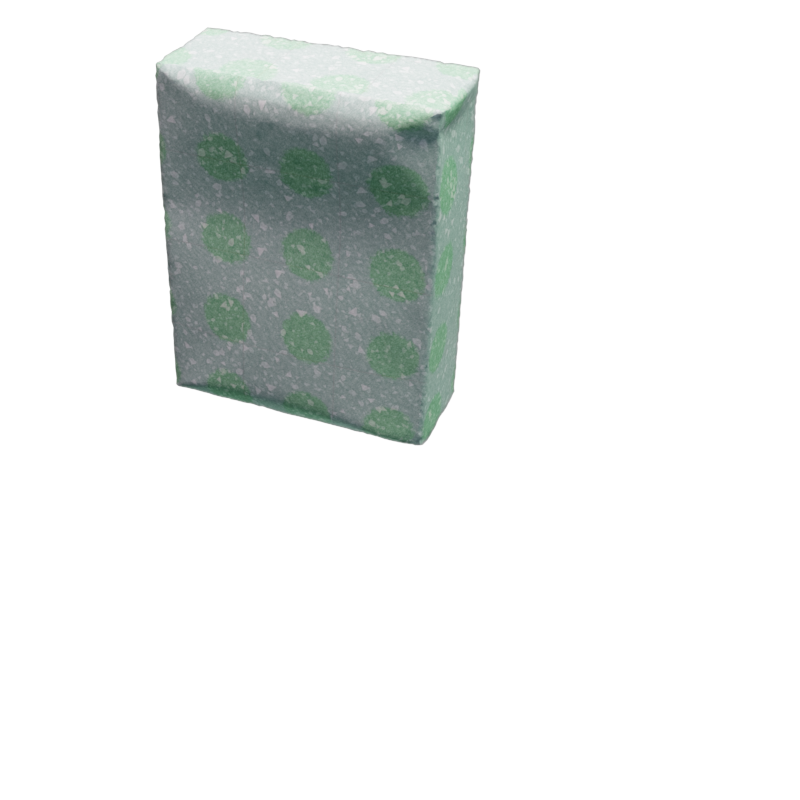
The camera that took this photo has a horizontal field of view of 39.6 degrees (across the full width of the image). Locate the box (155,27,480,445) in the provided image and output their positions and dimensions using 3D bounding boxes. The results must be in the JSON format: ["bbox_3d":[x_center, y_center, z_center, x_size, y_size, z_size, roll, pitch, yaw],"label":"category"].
[{"bbox_3d":[-0.049,-0.090,0.631,0.170,0.201,0.074,14,34,18],"label":"box"}]
